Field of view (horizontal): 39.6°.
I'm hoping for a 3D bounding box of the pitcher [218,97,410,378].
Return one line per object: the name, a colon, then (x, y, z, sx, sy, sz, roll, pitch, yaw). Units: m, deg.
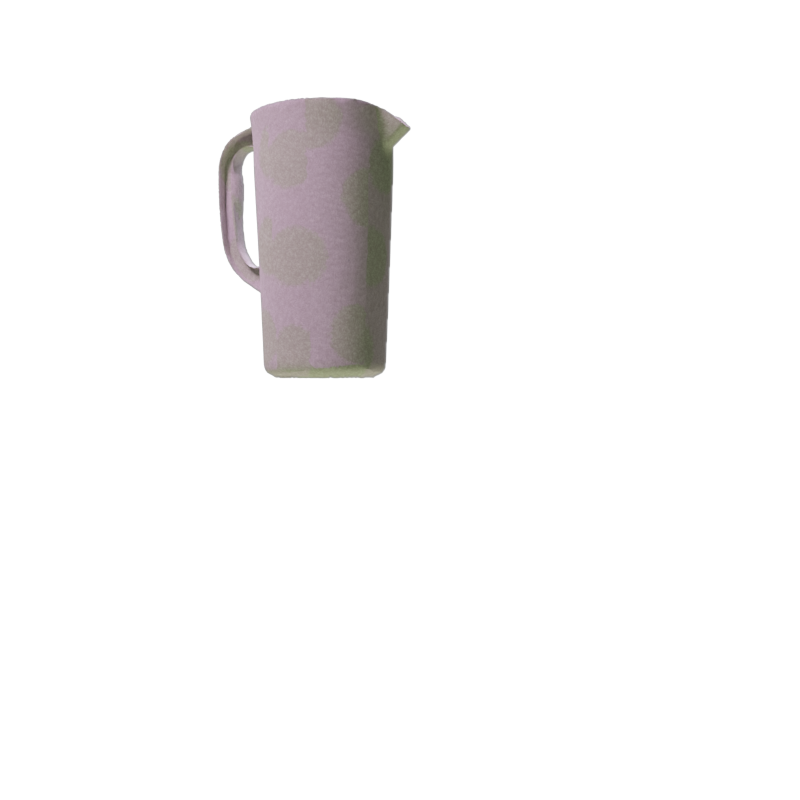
pitcher: (-0.078, -0.142, 0.996, 0.141, 0.247, 0.151, 2, -6, -22)
